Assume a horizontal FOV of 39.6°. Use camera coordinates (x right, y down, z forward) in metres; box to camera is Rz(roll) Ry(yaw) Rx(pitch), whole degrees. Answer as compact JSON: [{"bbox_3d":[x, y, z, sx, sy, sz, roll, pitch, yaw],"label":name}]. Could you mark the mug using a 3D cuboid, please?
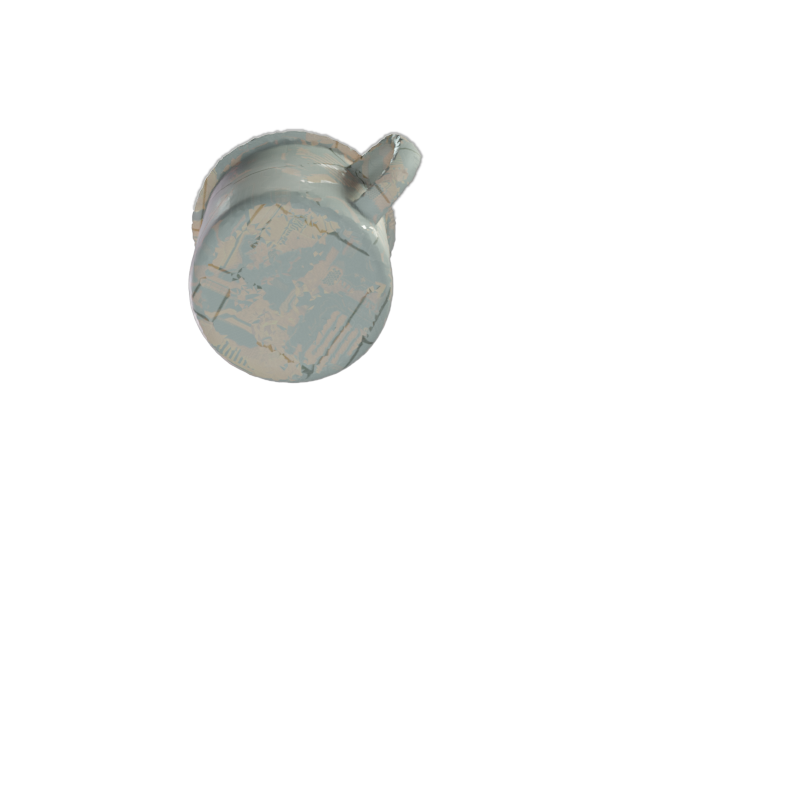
[{"bbox_3d":[-0.037,-0.067,0.467,0.116,0.089,0.086,-39,19,13],"label":"mug"}]
